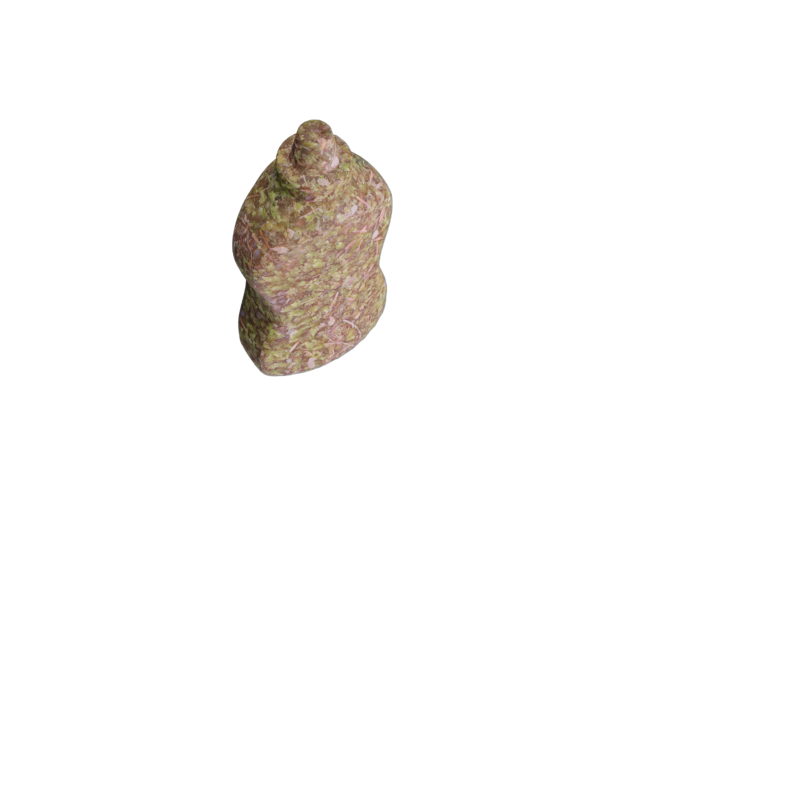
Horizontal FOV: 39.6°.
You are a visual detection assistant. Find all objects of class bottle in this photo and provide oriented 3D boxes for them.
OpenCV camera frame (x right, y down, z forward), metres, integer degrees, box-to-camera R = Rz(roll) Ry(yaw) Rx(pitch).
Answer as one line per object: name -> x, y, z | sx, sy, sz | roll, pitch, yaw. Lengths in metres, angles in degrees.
bottle -> -0.050, -0.091, 0.639 | 0.096, 0.062, 0.180 | -27, -26, -19
